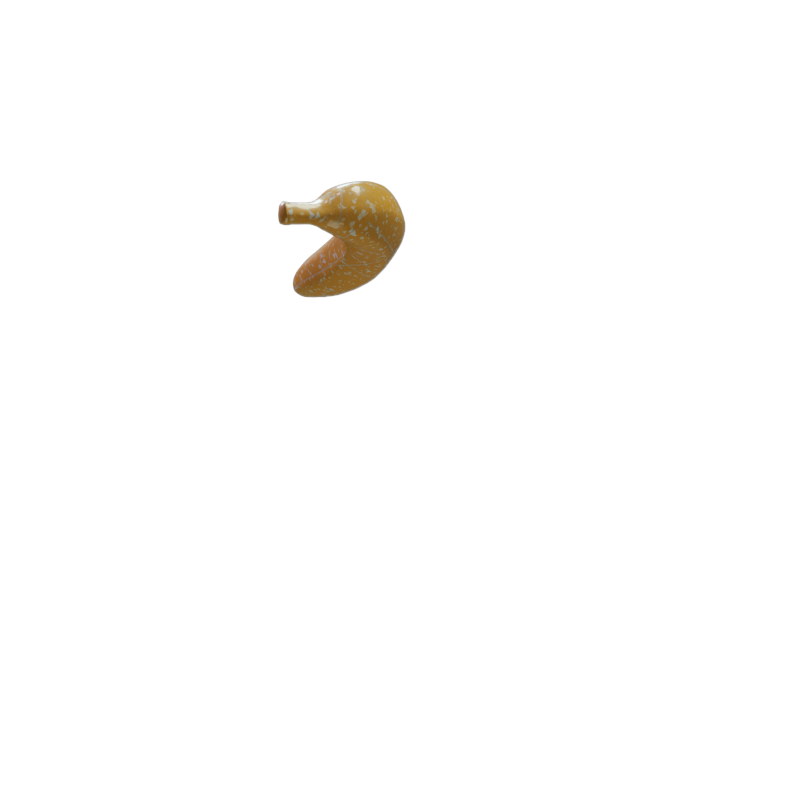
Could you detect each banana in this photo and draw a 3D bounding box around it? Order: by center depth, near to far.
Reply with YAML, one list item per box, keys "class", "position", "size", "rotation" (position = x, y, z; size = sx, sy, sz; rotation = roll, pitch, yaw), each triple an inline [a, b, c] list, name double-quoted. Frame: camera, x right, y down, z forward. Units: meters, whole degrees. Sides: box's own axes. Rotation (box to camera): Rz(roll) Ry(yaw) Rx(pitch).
- class: "banana"
  position: [-0.033, -0.095, 0.654]
  size: [0.069, 0.038, 0.192]
  rotation: [0, -8, -2]
